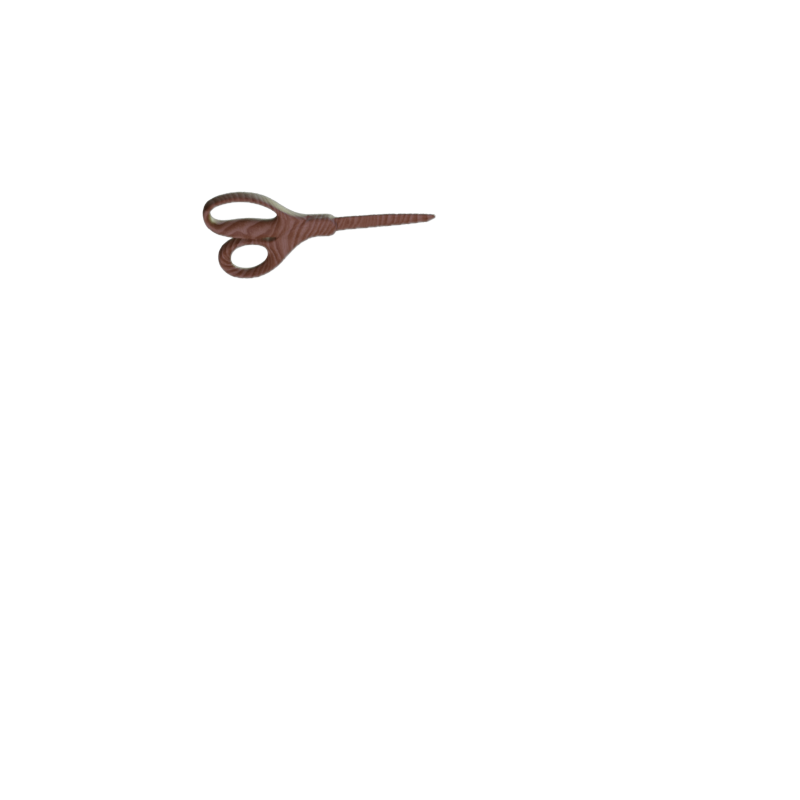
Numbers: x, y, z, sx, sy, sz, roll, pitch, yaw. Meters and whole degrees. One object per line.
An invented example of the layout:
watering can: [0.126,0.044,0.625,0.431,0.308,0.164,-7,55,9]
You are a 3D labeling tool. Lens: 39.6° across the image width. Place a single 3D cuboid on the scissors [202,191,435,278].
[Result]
scissors: [-0.077,-0.141,0.987,0.199,0.091,0.017,8,38,-7]
